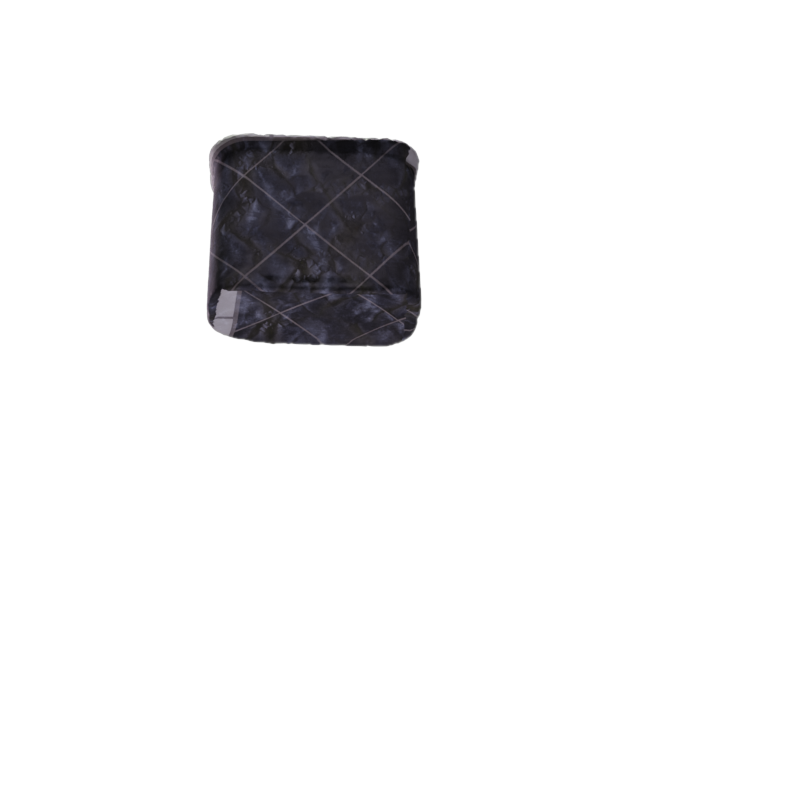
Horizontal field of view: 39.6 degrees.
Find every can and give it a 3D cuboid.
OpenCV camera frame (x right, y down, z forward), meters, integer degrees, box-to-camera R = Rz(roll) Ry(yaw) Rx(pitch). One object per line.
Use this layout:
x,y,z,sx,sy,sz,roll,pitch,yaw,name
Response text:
-0.041,-0.074,0.522,0.101,0.089,0.054,1,-30,-4,can
